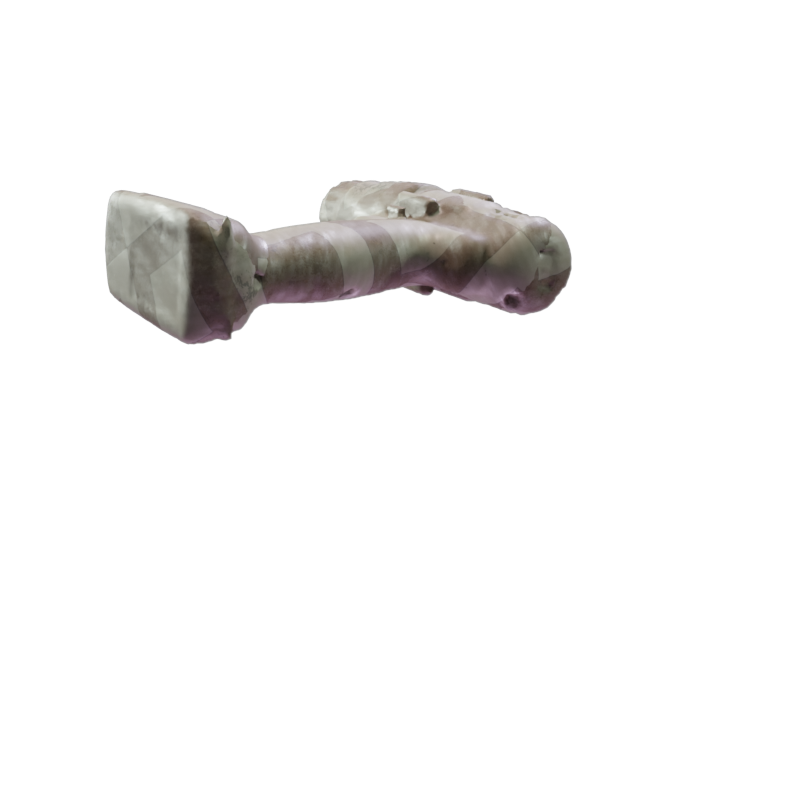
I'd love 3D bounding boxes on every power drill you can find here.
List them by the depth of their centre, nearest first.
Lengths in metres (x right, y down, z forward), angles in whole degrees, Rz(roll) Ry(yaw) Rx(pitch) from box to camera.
[{"bbox_3d":[-0.042,-0.077,0.536,0.183,0.056,0.195,-10,19,-31],"label":"power drill"}]
